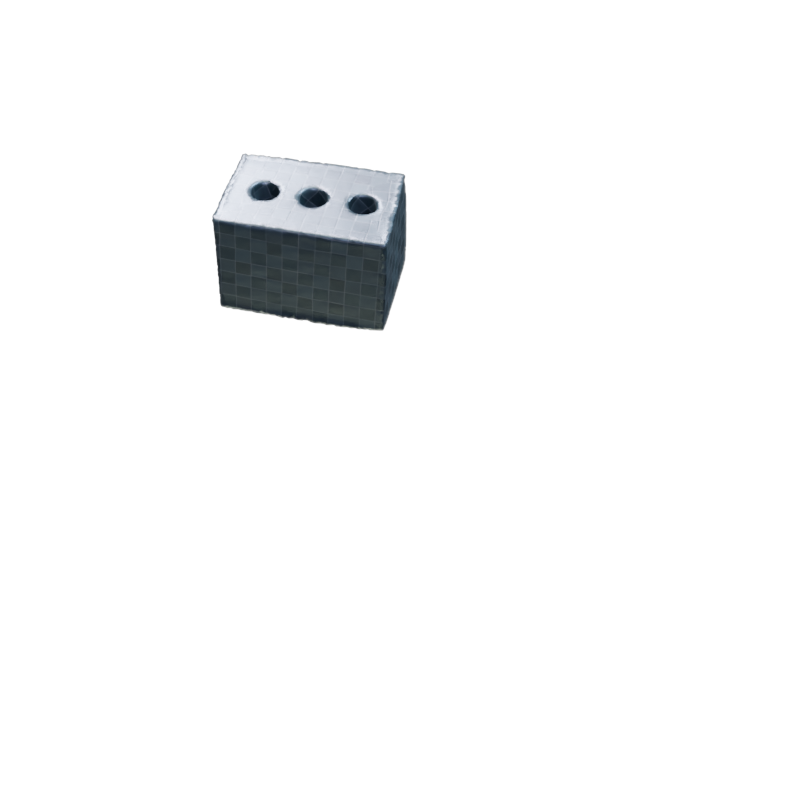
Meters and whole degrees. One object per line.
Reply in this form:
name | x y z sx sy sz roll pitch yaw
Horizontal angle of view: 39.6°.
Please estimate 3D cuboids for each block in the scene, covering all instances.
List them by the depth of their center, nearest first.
block | -0.039 -0.071 0.496 0.079 0.048 0.056 9 43 8
